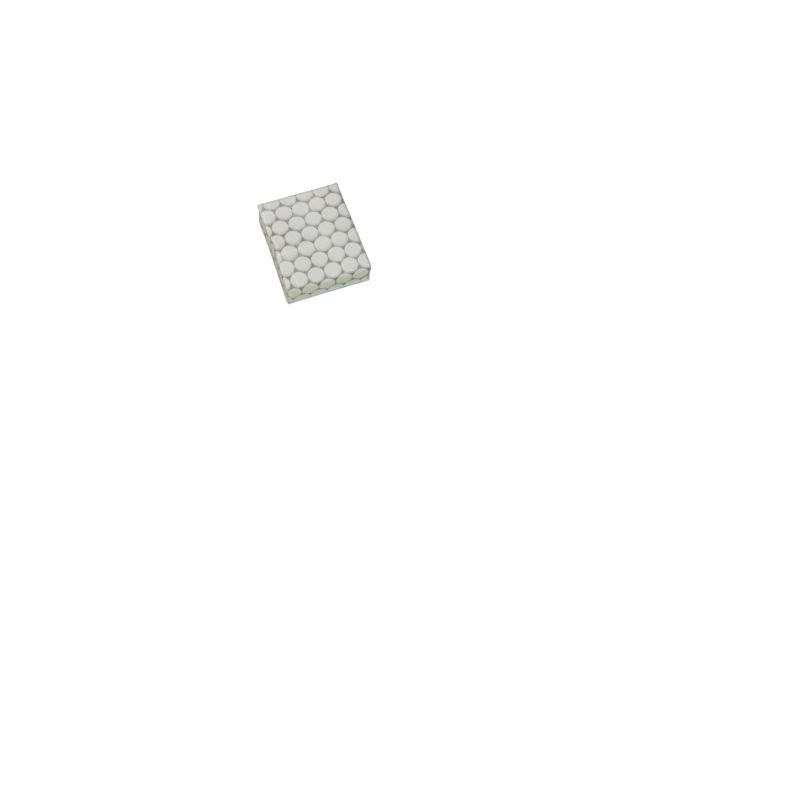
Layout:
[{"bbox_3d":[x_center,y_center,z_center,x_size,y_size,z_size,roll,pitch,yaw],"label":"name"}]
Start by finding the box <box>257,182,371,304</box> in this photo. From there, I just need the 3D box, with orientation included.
[{"bbox_3d":[-0.073,-0.133,0.934,0.073,0.095,0.028,-17,-26,-9],"label":"box"}]
